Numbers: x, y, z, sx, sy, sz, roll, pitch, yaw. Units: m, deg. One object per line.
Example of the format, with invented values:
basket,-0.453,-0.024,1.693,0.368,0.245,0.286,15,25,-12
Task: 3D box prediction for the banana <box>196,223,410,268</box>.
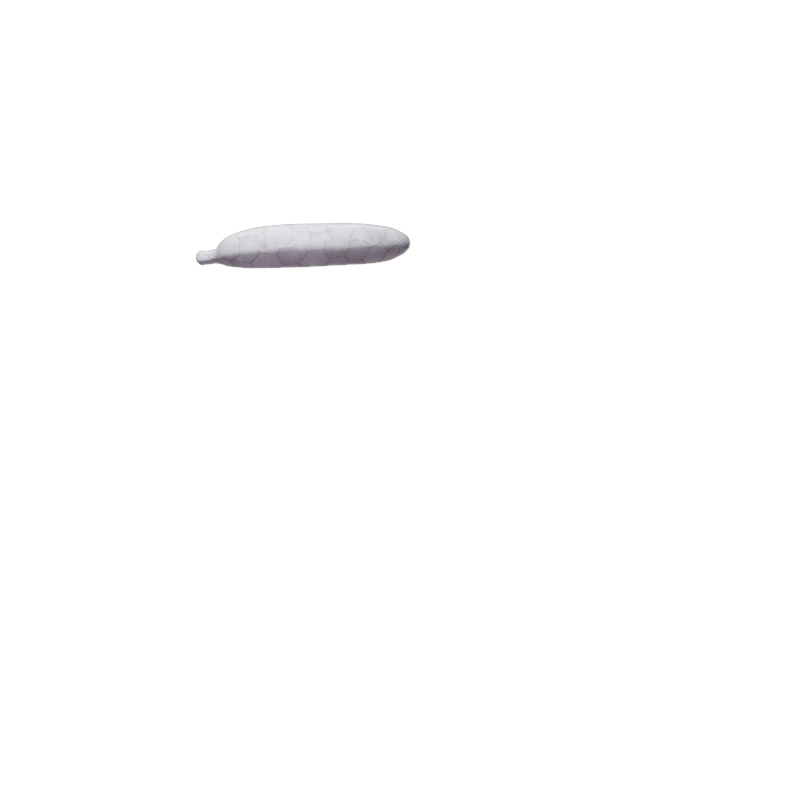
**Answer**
banana,-0.072,-0.135,0.954,0.193,0.036,0.073,-5,12,-20
